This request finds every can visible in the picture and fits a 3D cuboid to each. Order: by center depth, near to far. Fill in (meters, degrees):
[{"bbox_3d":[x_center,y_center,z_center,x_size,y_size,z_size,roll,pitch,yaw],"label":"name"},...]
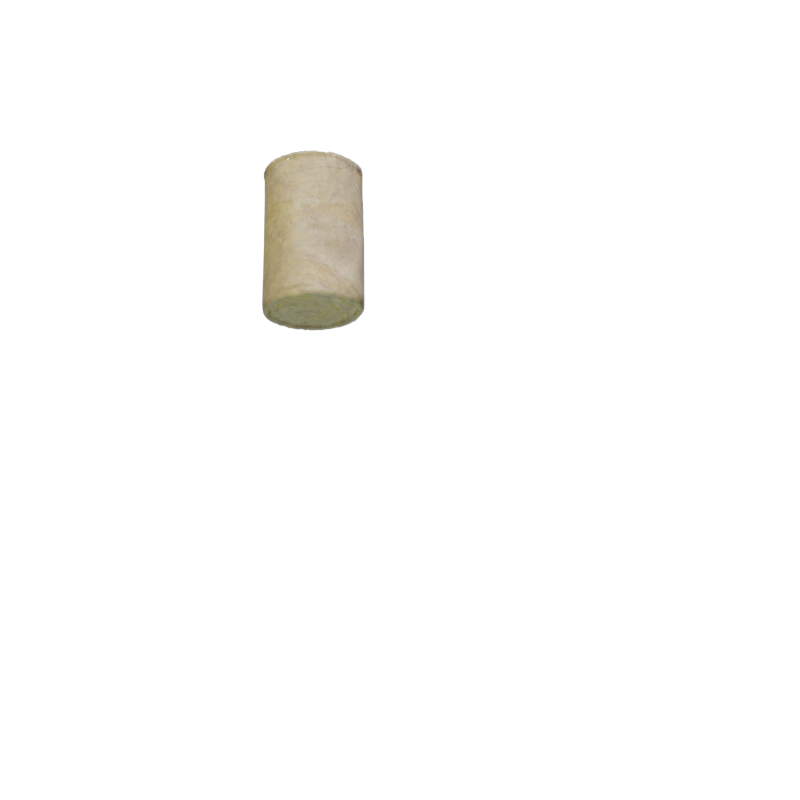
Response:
[{"bbox_3d":[-0.058,-0.105,0.739,0.068,0.108,0.065,0,-22,-2],"label":"can"}]
